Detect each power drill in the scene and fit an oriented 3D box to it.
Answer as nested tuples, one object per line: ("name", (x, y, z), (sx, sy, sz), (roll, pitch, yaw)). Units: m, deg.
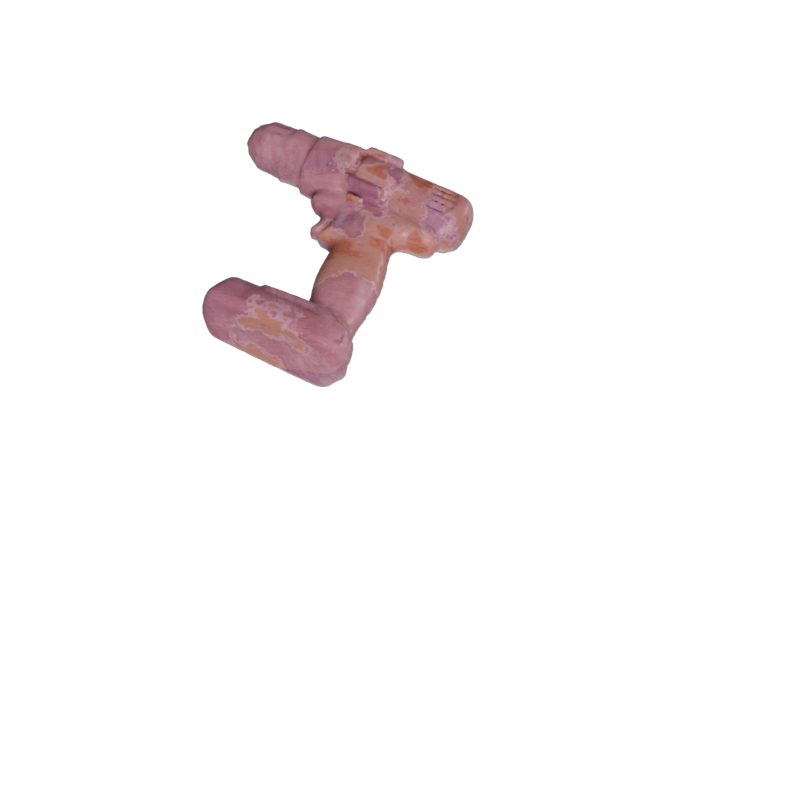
("power drill", (-0.062, -0.114, 0.797), (0.191, 0.194, 0.054), (23, -33, 15))
